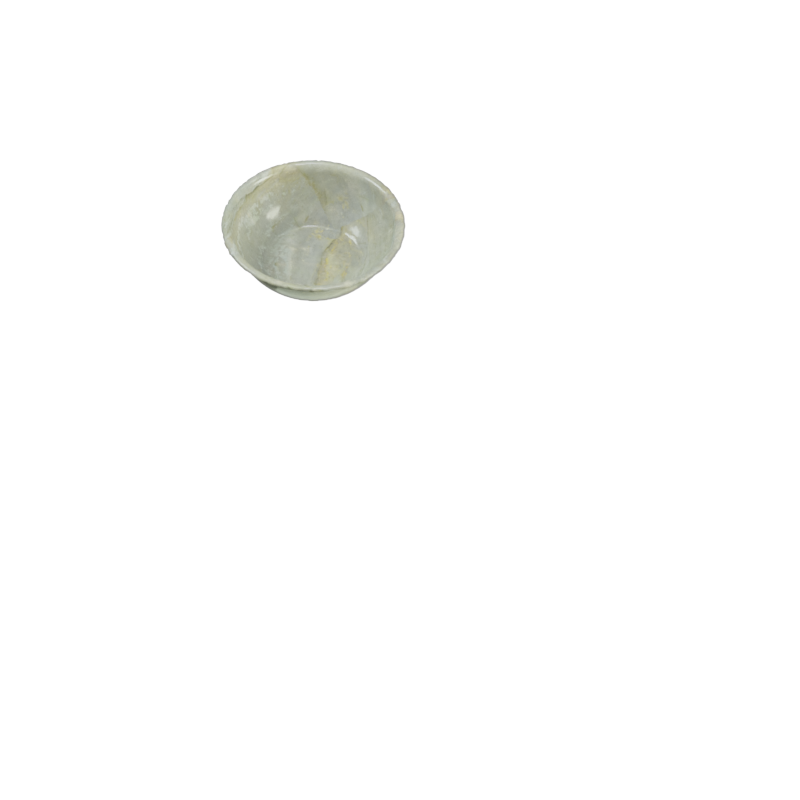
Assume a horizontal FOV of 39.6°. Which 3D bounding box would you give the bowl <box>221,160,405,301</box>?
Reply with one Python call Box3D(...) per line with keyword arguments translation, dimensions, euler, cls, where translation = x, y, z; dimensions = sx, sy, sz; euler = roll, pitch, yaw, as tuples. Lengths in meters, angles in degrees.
Box3D(translation=(-0.078, -0.142, 0.994), dimensions=(0.162, 0.174, 0.051), euler=(-1, -39, -1), cls="bowl")
